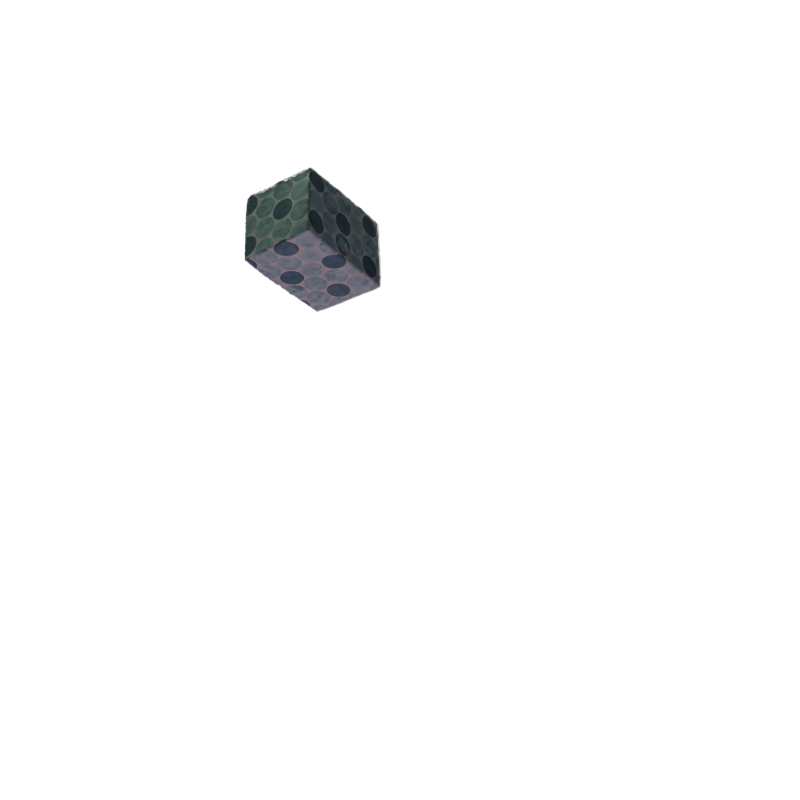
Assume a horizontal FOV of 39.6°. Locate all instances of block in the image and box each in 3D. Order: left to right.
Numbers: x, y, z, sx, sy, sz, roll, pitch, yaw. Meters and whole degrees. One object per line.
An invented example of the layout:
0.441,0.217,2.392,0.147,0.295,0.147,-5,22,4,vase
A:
-0.055,-0.101,0.705,0.053,0.055,0.072,-21,-36,29,block
